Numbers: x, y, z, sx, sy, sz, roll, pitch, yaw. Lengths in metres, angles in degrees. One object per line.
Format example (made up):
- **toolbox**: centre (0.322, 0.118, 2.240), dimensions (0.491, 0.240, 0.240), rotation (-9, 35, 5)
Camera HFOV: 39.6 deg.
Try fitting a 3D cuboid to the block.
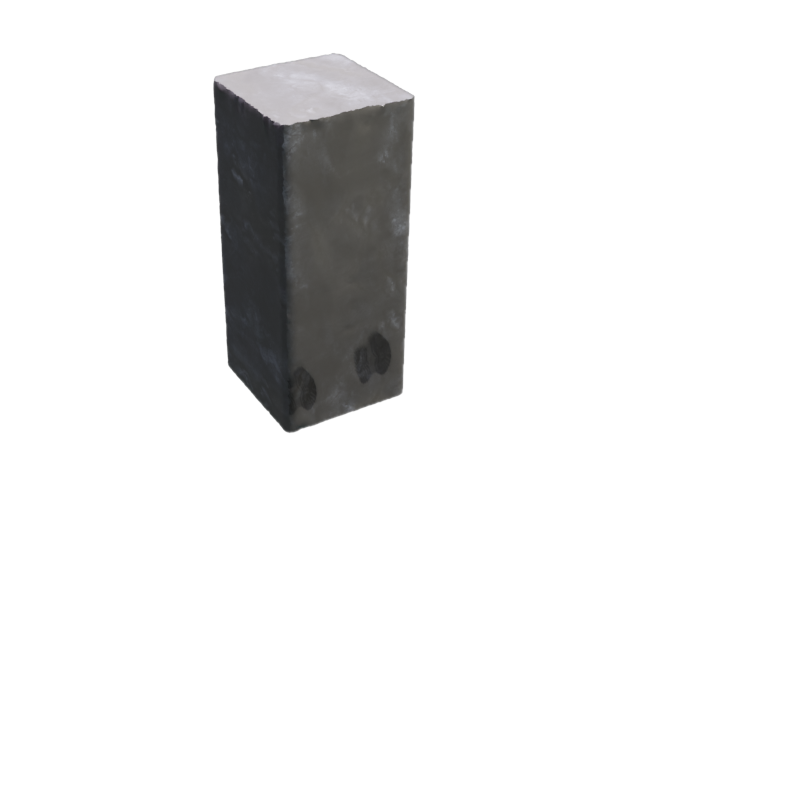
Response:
- **block**: centre (-0.055, -0.098, 0.688), dimensions (0.089, 0.194, 0.098), rotation (-16, 36, -27)
